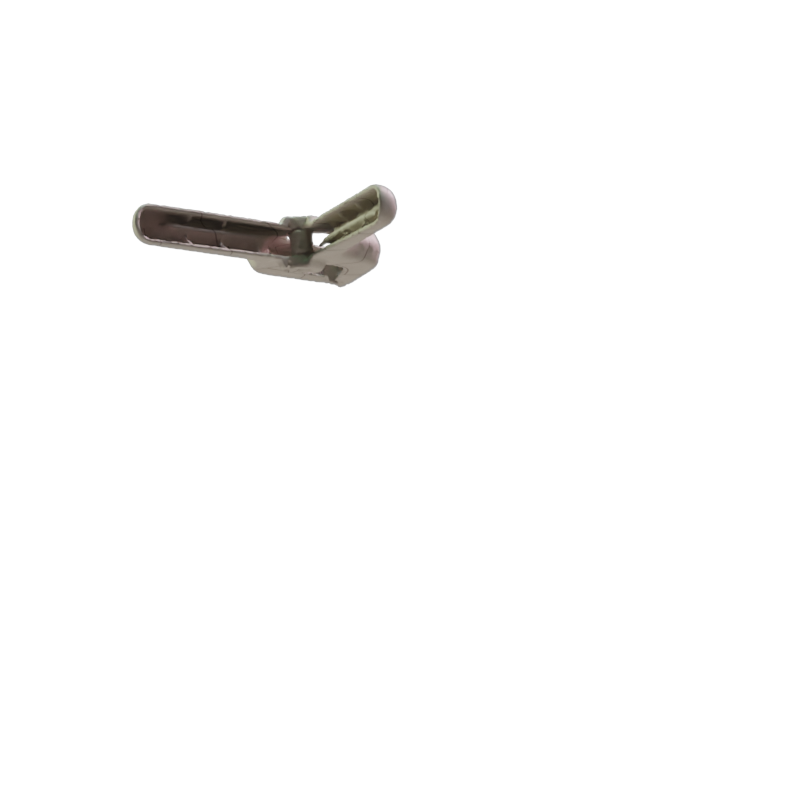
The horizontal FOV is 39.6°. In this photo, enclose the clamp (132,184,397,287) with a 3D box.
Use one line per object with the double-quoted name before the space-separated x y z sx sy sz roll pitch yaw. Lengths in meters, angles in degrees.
"clamp" -0.058 -0.106 0.743 0.168 0.037 0.201 -1 -4 20
